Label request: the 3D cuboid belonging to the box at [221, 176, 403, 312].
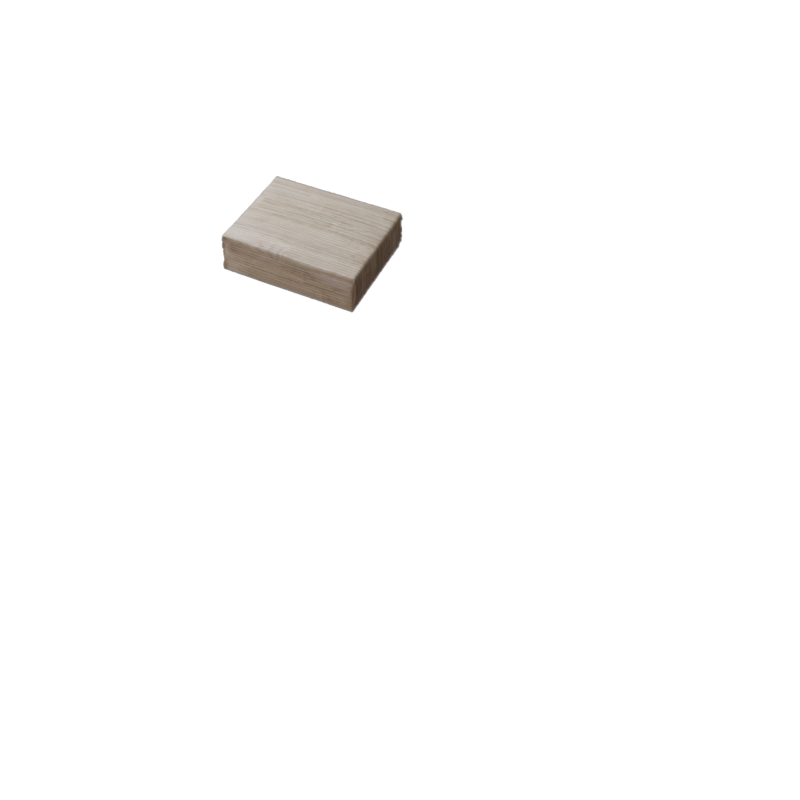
[{"bbox_3d":[-0.066,-0.121,0.847,0.118,0.036,0.093,17,44,18],"label":"box"}]
